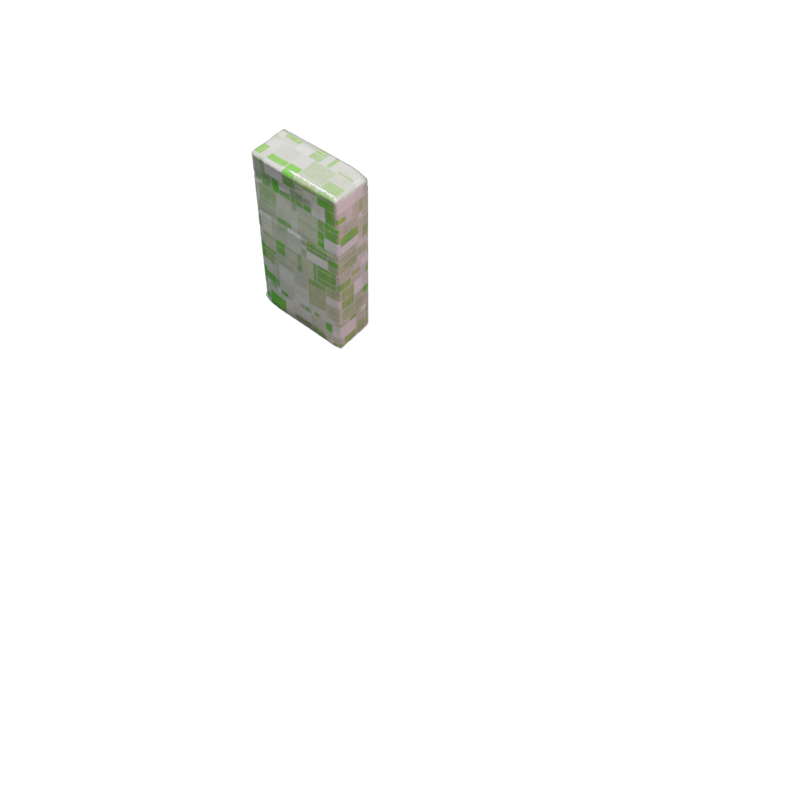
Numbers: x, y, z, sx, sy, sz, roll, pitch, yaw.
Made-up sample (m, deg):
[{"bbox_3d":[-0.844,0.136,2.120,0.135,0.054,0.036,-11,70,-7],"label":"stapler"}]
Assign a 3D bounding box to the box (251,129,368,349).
[{"bbox_3d":[-0.072,-0.132,0.921,0.099,0.164,0.049,35,55,25],"label":"box"}]
